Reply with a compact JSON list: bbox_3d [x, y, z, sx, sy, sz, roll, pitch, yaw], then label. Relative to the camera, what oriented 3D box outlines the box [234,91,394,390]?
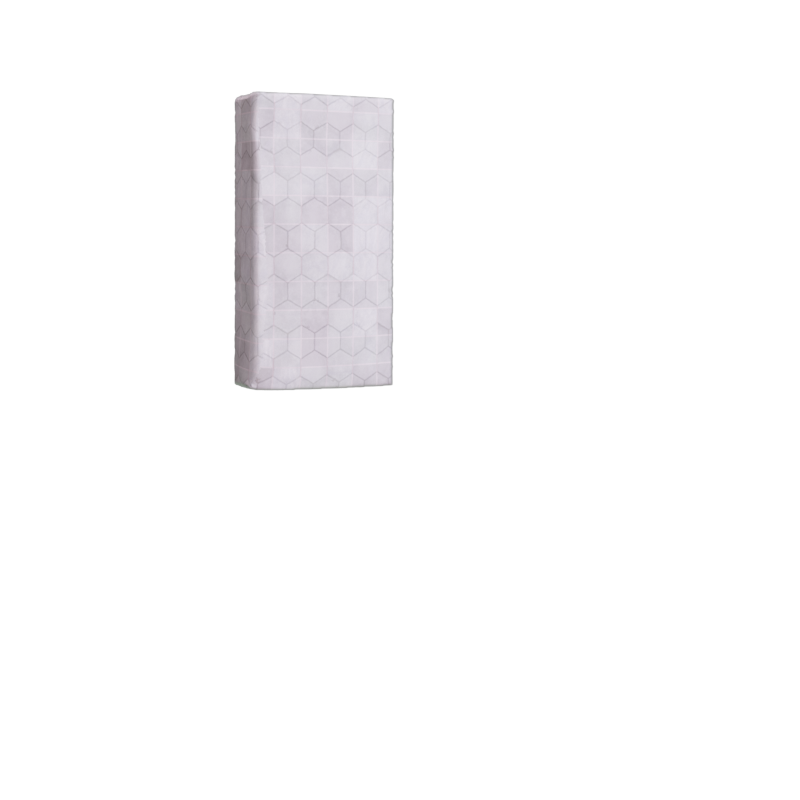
[{"bbox_3d":[-0.053,-0.096,0.675,0.091,0.177,0.049,0,0,-24],"label":"box"}]
